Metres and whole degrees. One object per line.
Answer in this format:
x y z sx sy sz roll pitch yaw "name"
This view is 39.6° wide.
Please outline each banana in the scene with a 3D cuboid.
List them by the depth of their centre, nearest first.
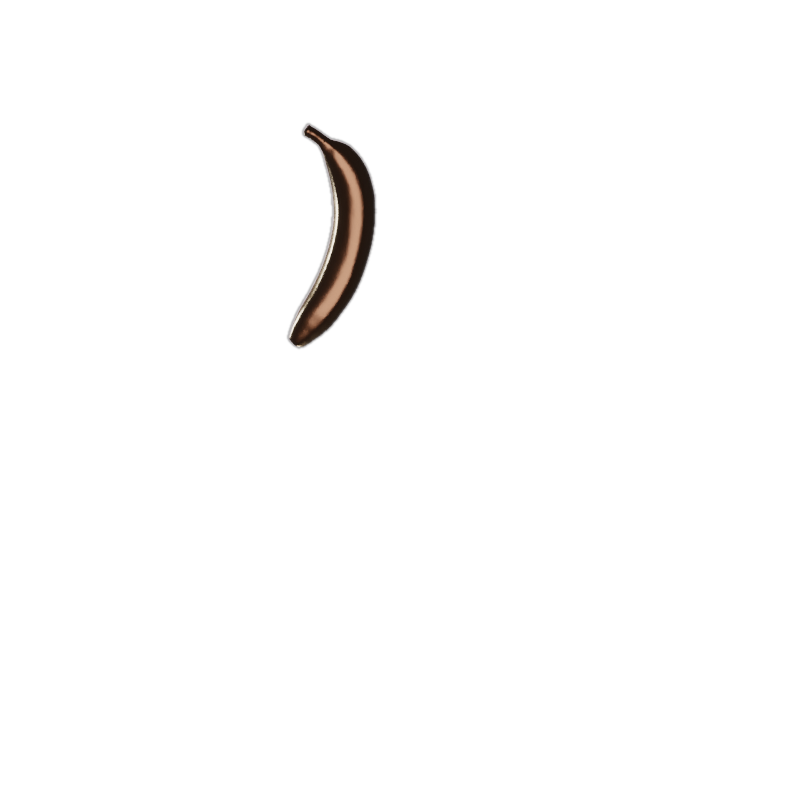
-0.058 -0.142 0.976 0.069 0.194 0.037 4 8 -2 "banana"
